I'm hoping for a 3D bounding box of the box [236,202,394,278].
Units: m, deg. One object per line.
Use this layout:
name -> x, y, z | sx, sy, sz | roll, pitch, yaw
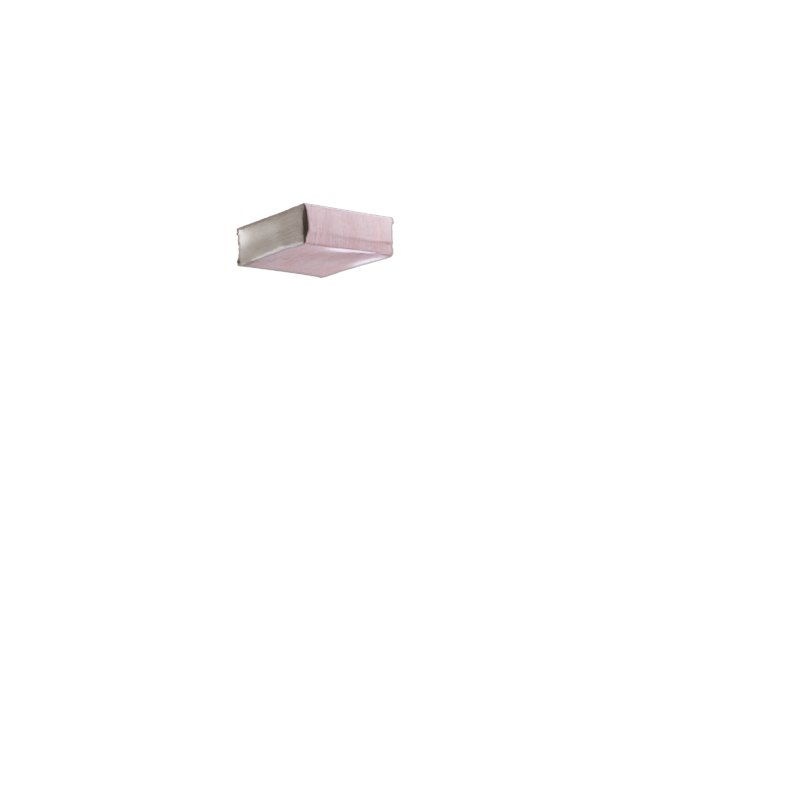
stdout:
box -> -0.073, -0.134, 0.937 | 0.086, 0.040, 0.115 | 6, -9, -35
